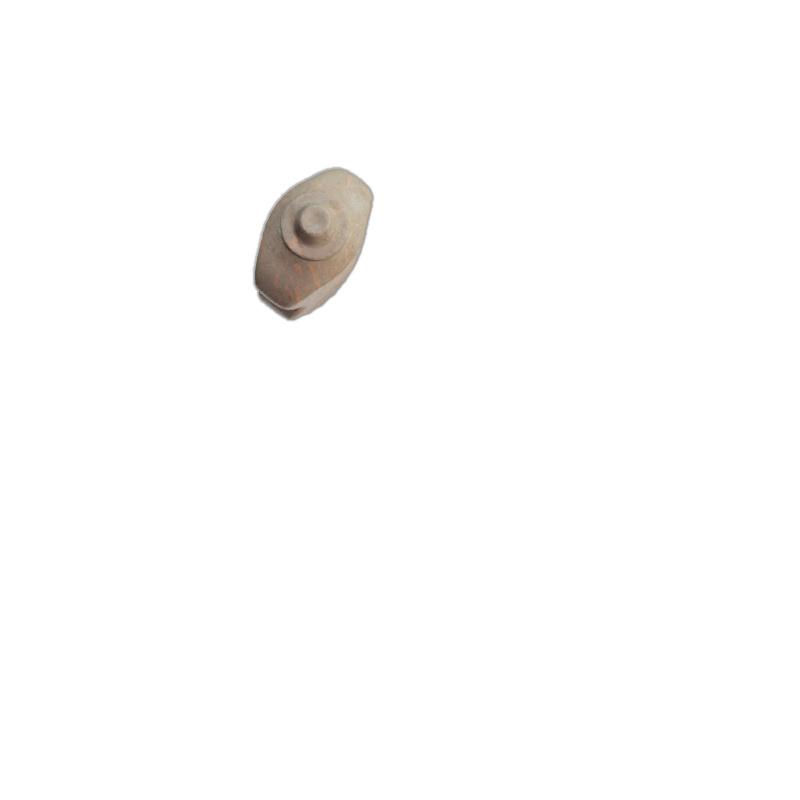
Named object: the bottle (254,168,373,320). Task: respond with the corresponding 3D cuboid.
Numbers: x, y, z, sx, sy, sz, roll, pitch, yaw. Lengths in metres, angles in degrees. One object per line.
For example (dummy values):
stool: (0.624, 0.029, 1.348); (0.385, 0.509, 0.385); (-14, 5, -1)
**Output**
bottle: (-0.056, -0.103, 0.722); (0.058, 0.096, 0.190); (38, -3, -3)
